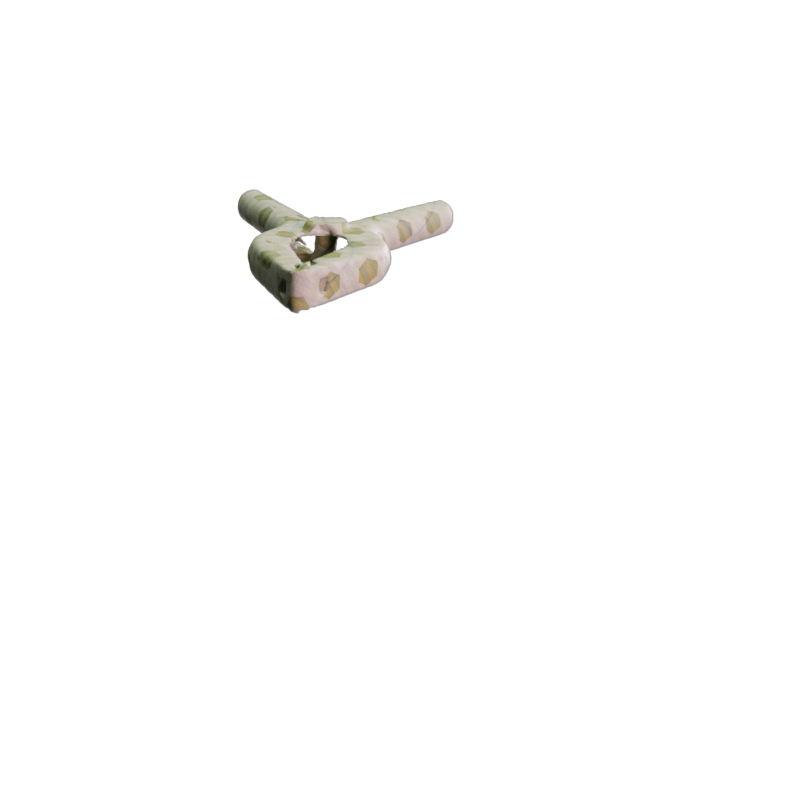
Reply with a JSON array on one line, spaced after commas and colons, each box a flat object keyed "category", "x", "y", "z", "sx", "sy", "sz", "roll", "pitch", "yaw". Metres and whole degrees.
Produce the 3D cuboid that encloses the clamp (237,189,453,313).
[{"category": "clamp", "x": -0.060, "y": -0.110, "z": 0.769, "sx": 0.168, "sy": 0.035, "sz": 0.215, "roll": 6, "pitch": 24, "yaw": 13}]
